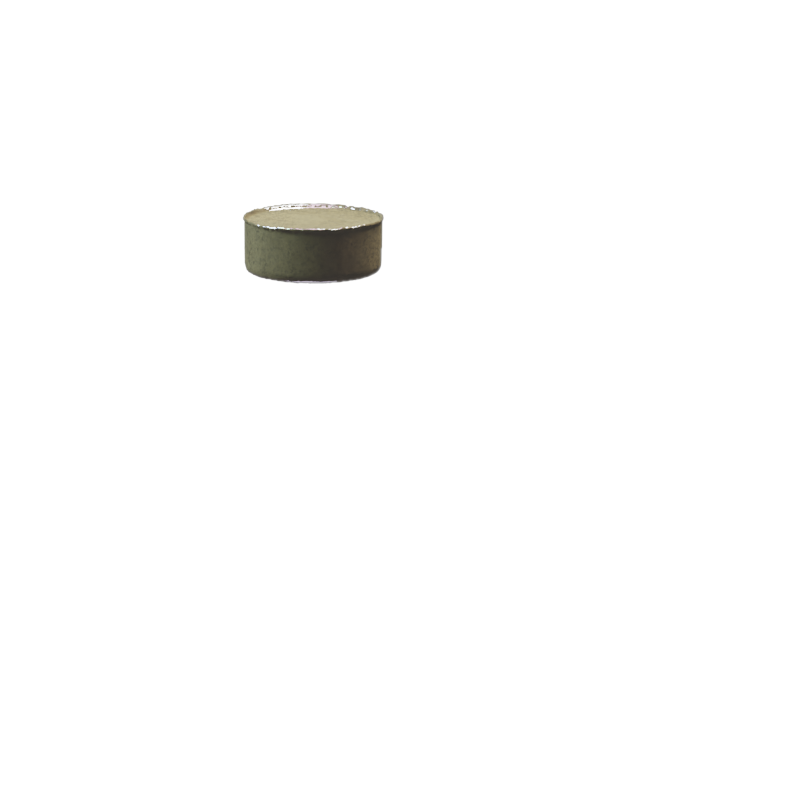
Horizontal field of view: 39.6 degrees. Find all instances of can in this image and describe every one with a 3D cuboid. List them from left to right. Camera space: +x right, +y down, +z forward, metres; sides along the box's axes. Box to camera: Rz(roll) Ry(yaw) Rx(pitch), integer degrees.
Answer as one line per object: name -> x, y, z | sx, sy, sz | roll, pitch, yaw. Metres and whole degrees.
can -> -0.053, -0.097, 0.679 | 0.086, 0.032, 0.089 | -1, 18, -2
